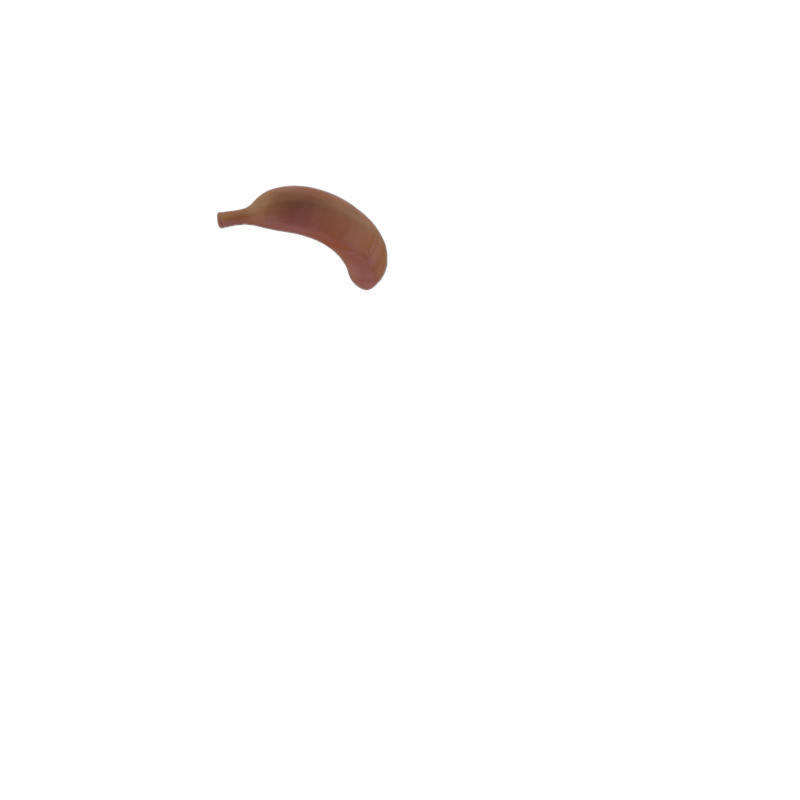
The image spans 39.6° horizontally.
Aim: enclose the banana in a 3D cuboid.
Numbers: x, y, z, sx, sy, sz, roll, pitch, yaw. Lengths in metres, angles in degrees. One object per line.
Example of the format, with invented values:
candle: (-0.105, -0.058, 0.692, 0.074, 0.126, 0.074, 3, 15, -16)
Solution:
banana: (-0.055, -0.128, 0.859, 0.071, 0.038, 0.185, -11, -18, 33)
